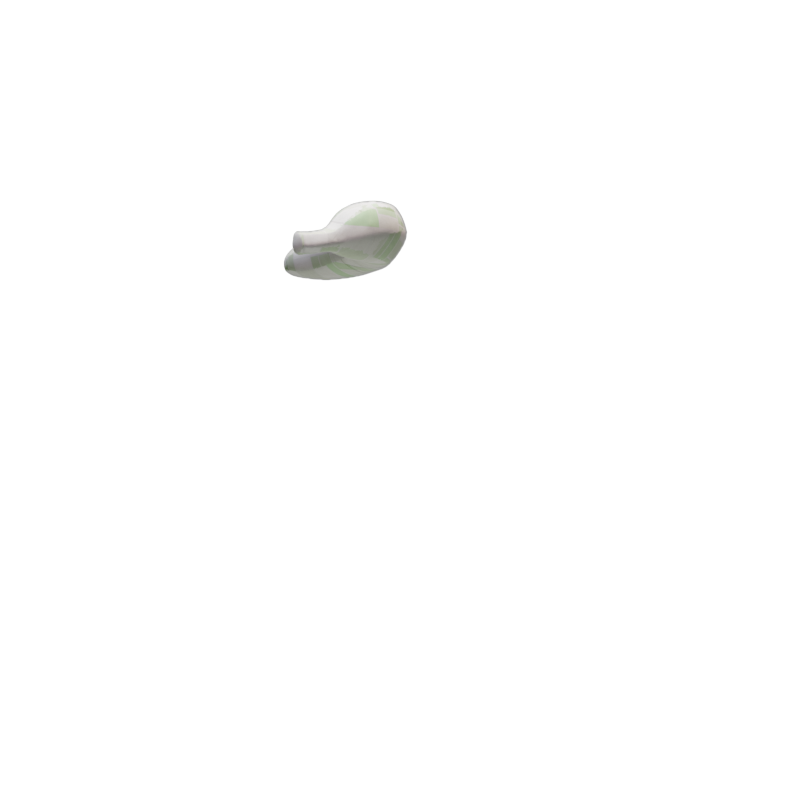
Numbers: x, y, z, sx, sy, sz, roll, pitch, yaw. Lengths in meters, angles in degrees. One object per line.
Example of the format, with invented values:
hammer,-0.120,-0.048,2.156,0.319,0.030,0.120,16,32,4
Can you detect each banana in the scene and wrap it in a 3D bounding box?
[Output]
banana,-0.034,-0.096,0.671,0.069,0.037,0.198,0,1,-7
